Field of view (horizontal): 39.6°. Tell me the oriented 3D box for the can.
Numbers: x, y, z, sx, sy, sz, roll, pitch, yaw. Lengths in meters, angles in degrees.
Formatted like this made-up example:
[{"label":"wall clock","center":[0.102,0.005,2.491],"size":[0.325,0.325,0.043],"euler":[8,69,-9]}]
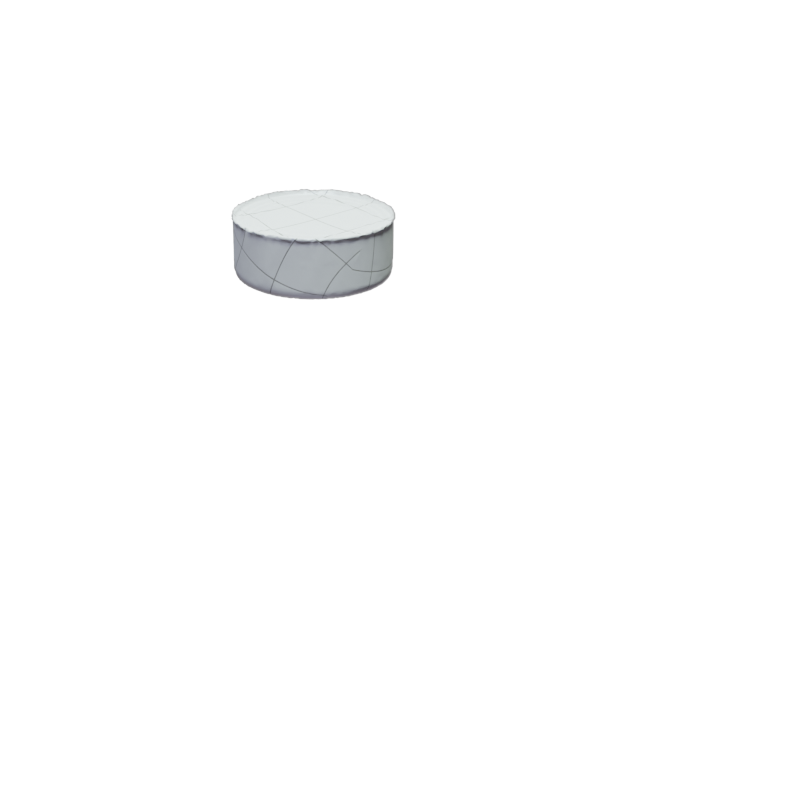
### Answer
[{"label":"can","center":[-0.046,-0.084,0.586],"size":[0.086,0.032,0.090],"euler":[-1,26,-2]}]
